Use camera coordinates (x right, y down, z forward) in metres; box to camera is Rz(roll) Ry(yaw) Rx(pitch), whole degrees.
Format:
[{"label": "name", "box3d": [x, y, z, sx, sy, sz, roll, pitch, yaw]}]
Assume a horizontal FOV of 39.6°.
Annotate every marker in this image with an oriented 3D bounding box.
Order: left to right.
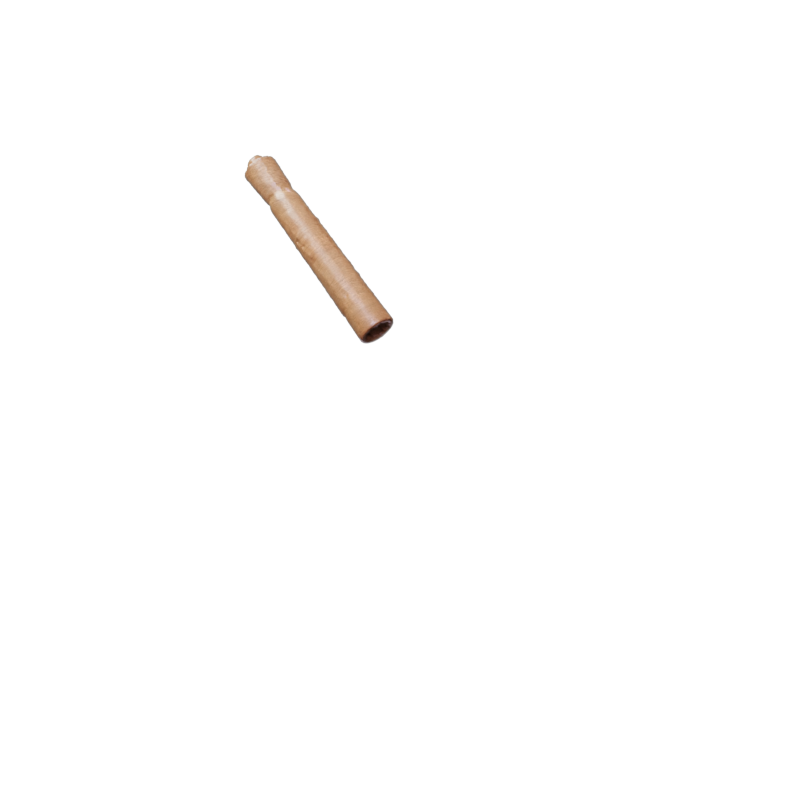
[{"label": "marker", "box3d": [-0.044, -0.080, 0.562, 0.020, 0.129, 0.018, -27, -27, -16]}]
